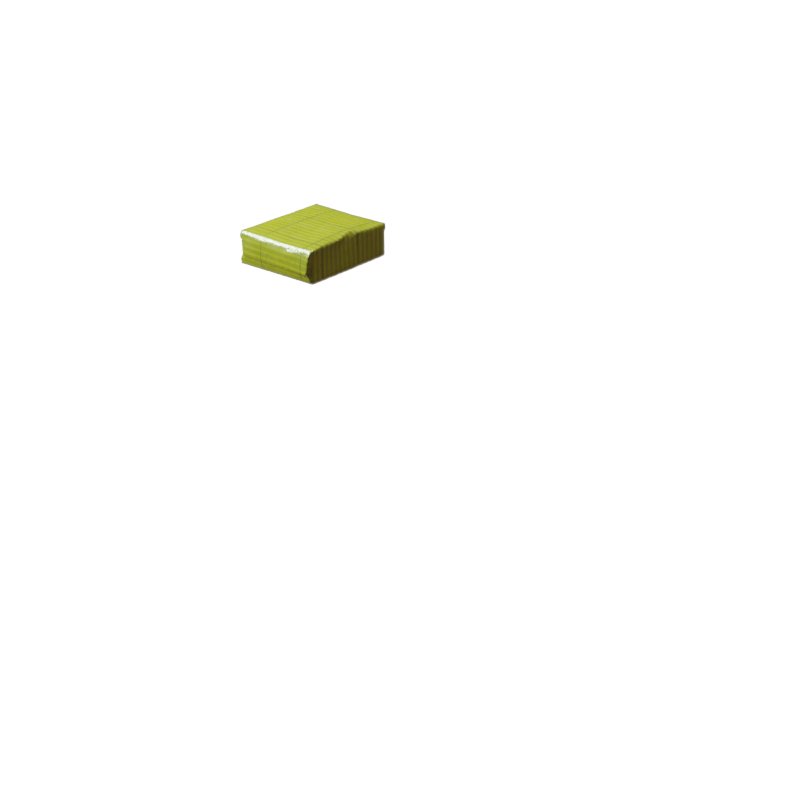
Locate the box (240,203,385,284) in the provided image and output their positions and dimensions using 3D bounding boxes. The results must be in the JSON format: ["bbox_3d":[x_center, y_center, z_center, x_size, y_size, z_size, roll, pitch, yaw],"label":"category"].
[{"bbox_3d":[-0.067,-0.121,0.851,0.077,0.029,0.089,20,32,35],"label":"box"}]
